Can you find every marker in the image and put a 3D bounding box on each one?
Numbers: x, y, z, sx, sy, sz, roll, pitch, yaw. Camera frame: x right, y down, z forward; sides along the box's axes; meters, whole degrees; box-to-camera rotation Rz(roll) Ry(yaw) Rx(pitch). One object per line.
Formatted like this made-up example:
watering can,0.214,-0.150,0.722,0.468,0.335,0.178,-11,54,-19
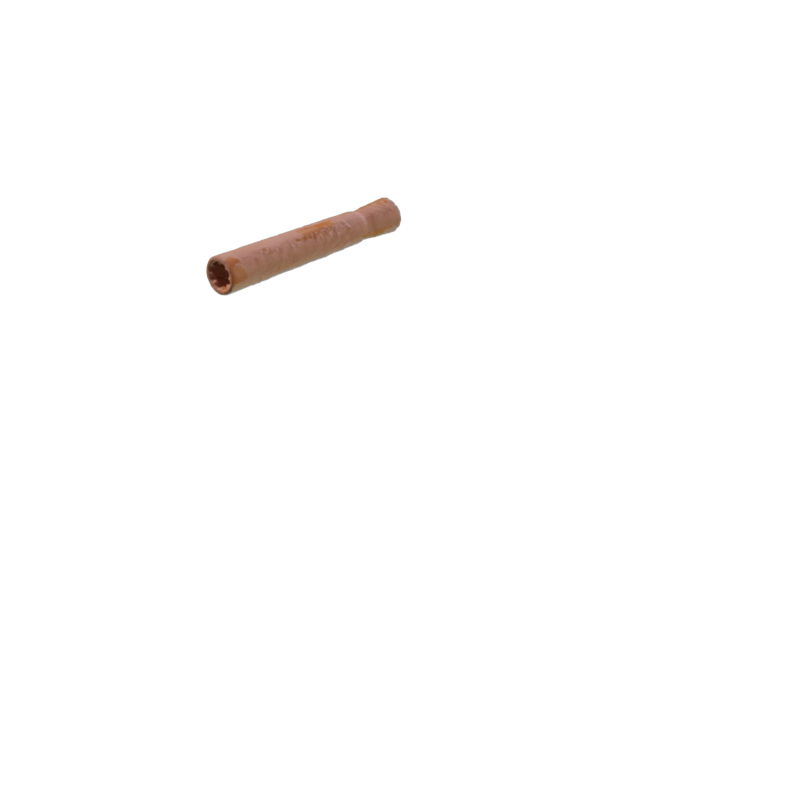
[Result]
marker,-0.042,-0.077,0.537,0.021,0.019,0.120,4,23,43
